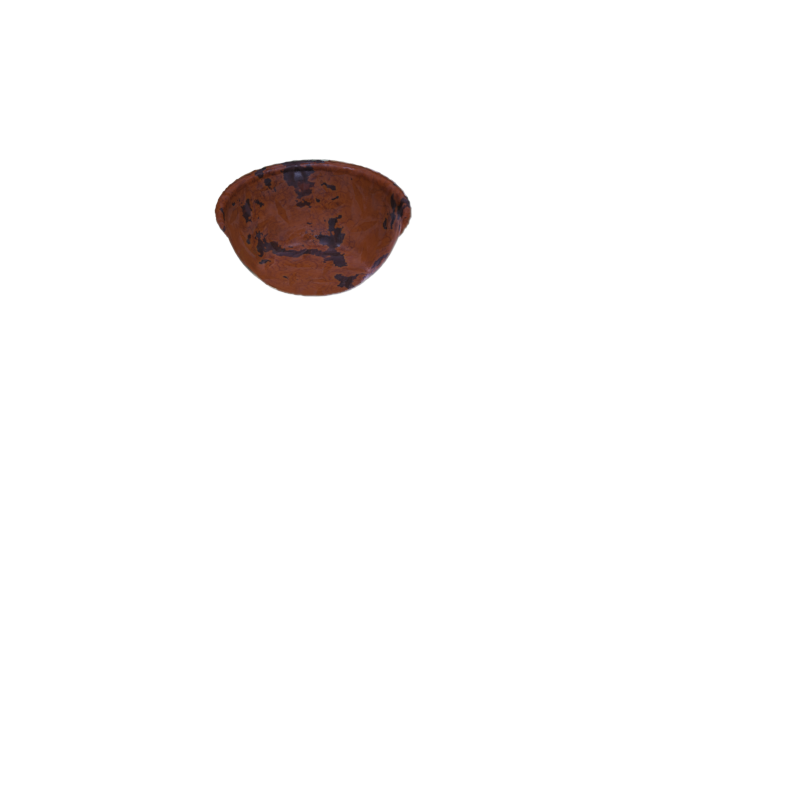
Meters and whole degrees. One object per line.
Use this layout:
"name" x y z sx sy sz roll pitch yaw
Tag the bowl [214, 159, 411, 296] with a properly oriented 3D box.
"bowl" -0.070 -0.128 0.898 0.162 0.058 0.153 1 -24 -2
